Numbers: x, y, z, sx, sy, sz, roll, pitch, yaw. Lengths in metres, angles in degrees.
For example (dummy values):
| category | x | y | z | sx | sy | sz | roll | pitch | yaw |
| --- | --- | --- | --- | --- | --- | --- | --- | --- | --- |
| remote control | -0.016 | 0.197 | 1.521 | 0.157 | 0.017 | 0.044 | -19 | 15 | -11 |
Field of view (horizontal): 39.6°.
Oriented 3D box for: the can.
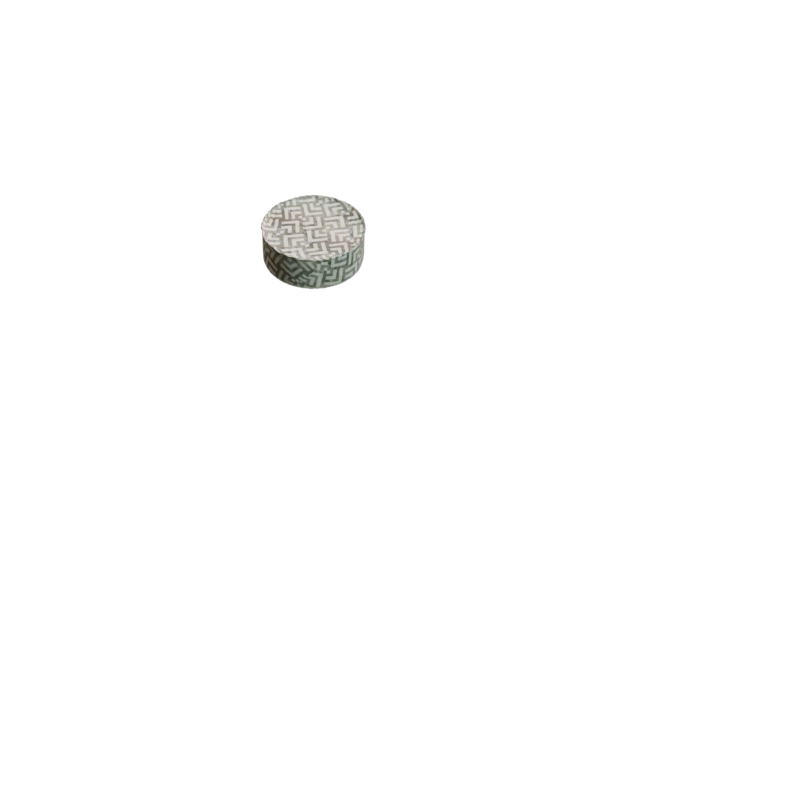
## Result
| category | x | y | z | sx | sy | sz | roll | pitch | yaw |
| --- | --- | --- | --- | --- | --- | --- | --- | --- | --- |
| can | -0.072 | -0.131 | 0.917 | 0.086 | 0.031 | 0.092 | -1 | 44 | -2 |
